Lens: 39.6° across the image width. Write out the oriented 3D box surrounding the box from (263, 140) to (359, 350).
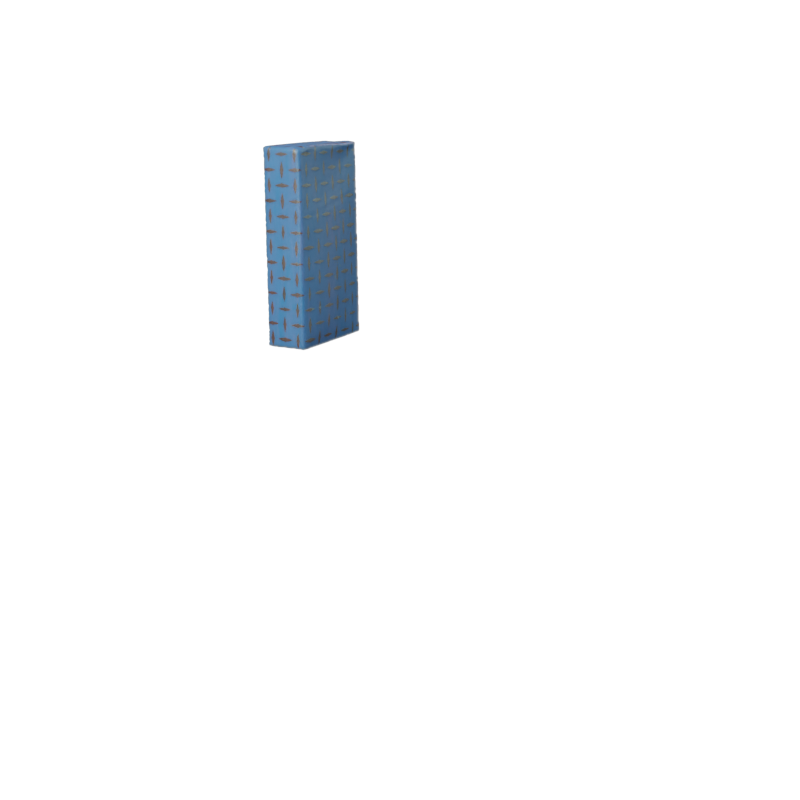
[{"bbox_3d":[-0.077,-0.141,0.988,0.050,0.172,0.092,7,13,30],"label":"box"}]
